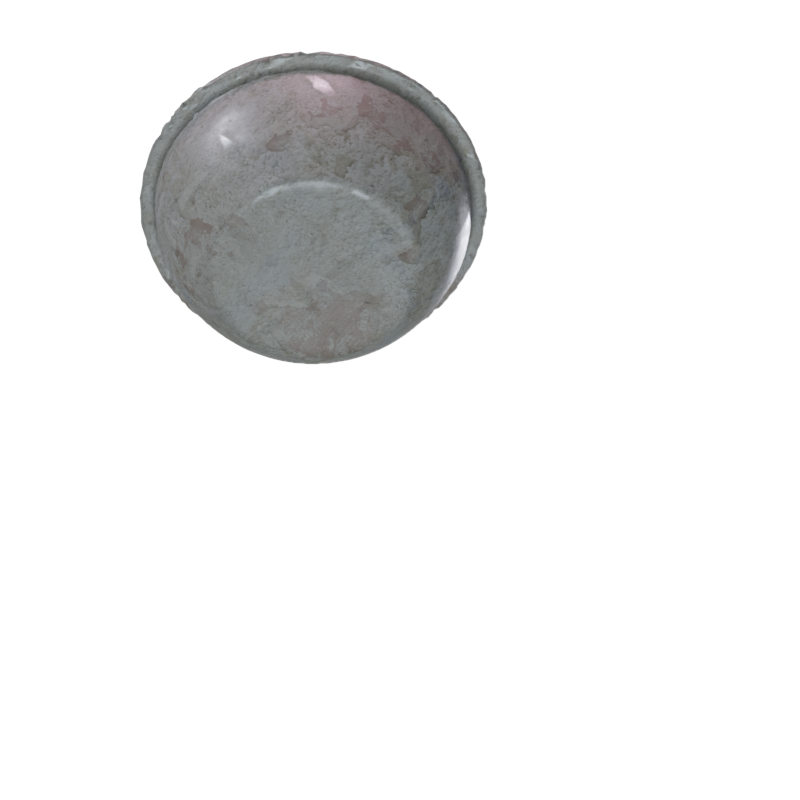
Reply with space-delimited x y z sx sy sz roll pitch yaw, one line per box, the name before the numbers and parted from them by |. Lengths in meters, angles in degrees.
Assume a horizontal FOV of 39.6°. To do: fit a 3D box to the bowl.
bowl | -0.039 -0.071 0.496 0.162 0.152 0.059 1 33 -1
